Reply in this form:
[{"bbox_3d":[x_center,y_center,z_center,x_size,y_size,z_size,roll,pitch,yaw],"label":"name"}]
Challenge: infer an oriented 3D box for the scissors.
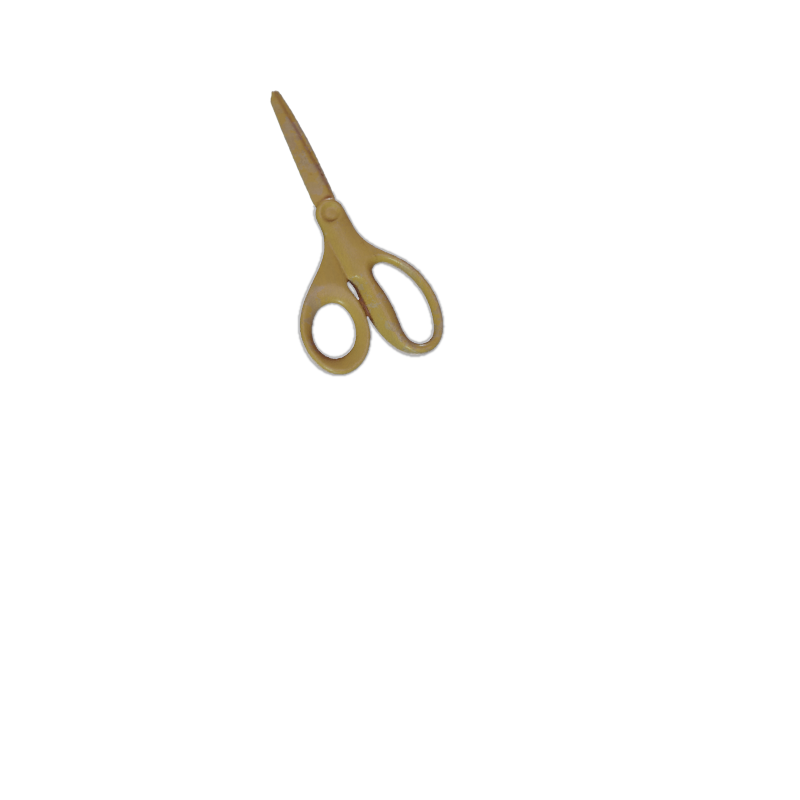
[{"bbox_3d":[-0.055,-0.100,0.701,0.097,0.210,0.015,-36,-16,-12],"label":"scissors"}]
